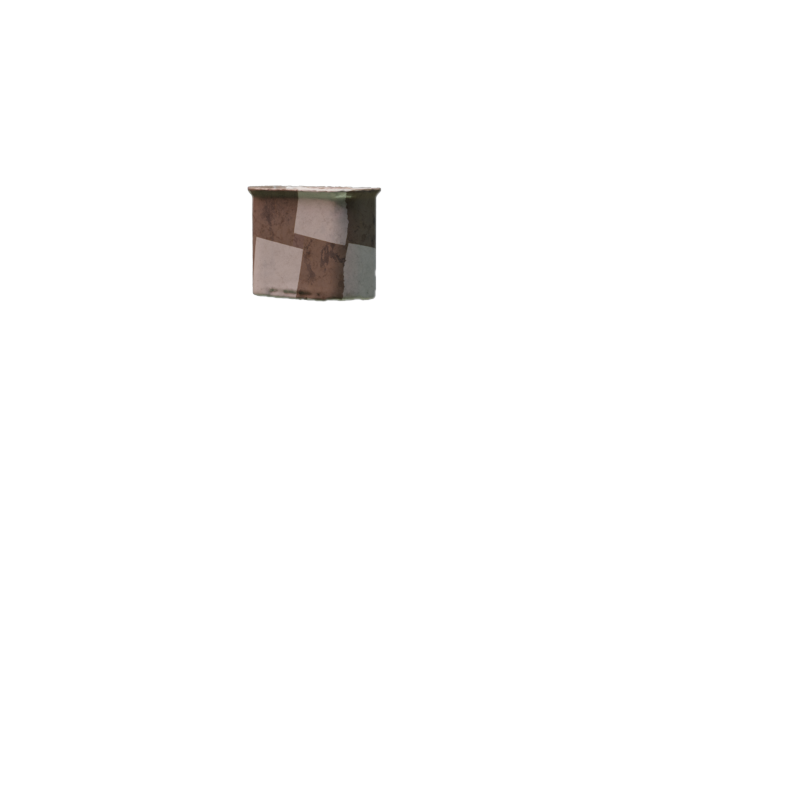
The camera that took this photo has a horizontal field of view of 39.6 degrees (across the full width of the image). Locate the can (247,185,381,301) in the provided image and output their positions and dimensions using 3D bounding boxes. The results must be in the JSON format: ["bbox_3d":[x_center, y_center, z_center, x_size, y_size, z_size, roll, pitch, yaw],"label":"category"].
[{"bbox_3d":[-0.066,-0.120,0.843,0.106,0.083,0.056,6,9,32],"label":"can"}]
